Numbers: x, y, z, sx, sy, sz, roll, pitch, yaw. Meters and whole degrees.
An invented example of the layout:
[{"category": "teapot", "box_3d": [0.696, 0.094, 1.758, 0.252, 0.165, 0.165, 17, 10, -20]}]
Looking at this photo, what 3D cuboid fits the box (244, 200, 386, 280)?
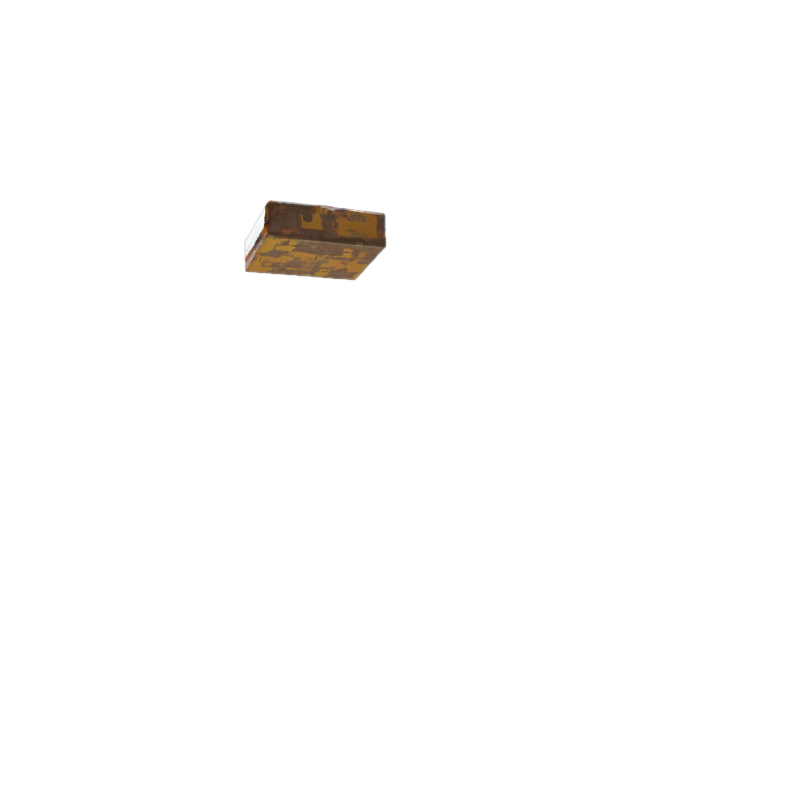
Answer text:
[{"category": "box", "box_3d": [-0.063, -0.115, 0.804, 0.087, 0.032, 0.072, 4, -16, -16]}]
